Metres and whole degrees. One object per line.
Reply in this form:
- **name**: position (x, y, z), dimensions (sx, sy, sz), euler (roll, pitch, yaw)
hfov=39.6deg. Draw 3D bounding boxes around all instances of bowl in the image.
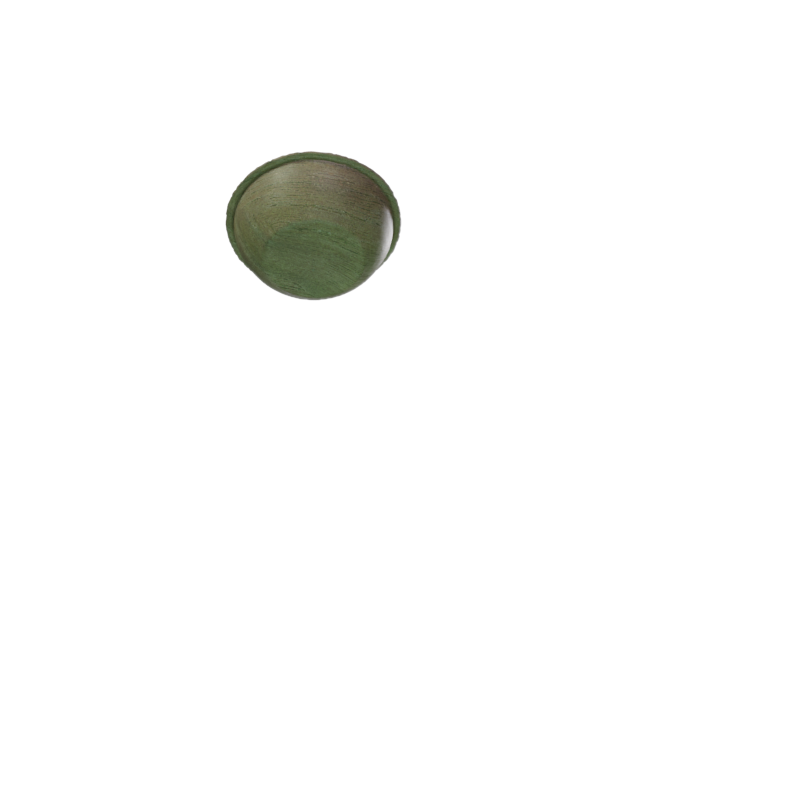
- **bowl**: position (-0.078, -0.142, 0.998), dimensions (0.162, 0.151, 0.059), euler (1, 42, -1)
